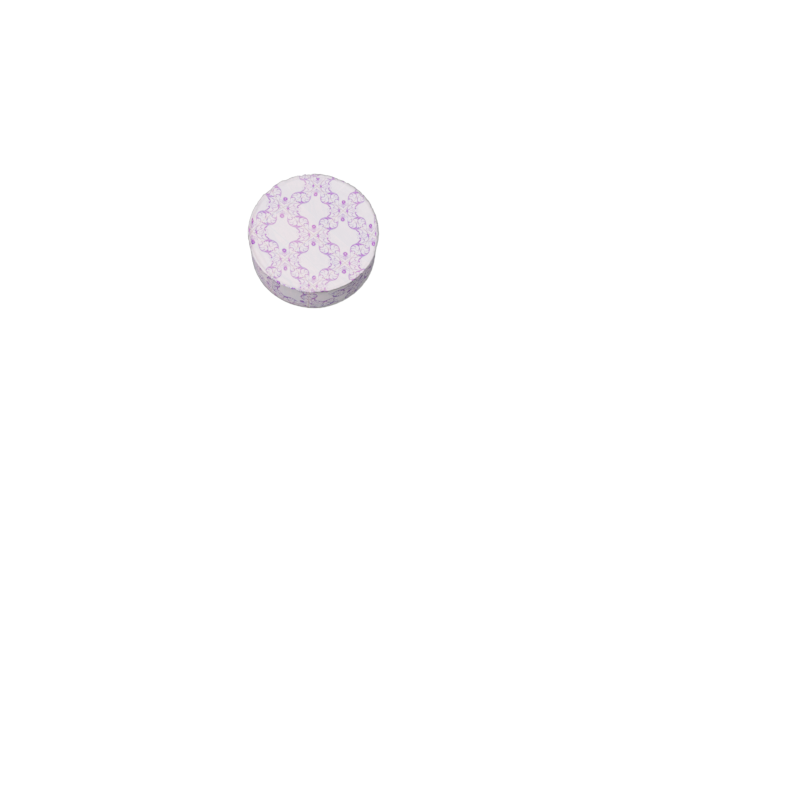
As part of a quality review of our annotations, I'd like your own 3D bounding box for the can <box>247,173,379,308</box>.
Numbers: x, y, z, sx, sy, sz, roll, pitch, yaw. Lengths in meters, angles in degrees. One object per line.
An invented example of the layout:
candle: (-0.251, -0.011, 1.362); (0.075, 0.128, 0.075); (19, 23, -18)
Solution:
can: (-0.058, -0.106, 0.740); (0.086, 0.091, 0.032); (-1, -23, -1)
